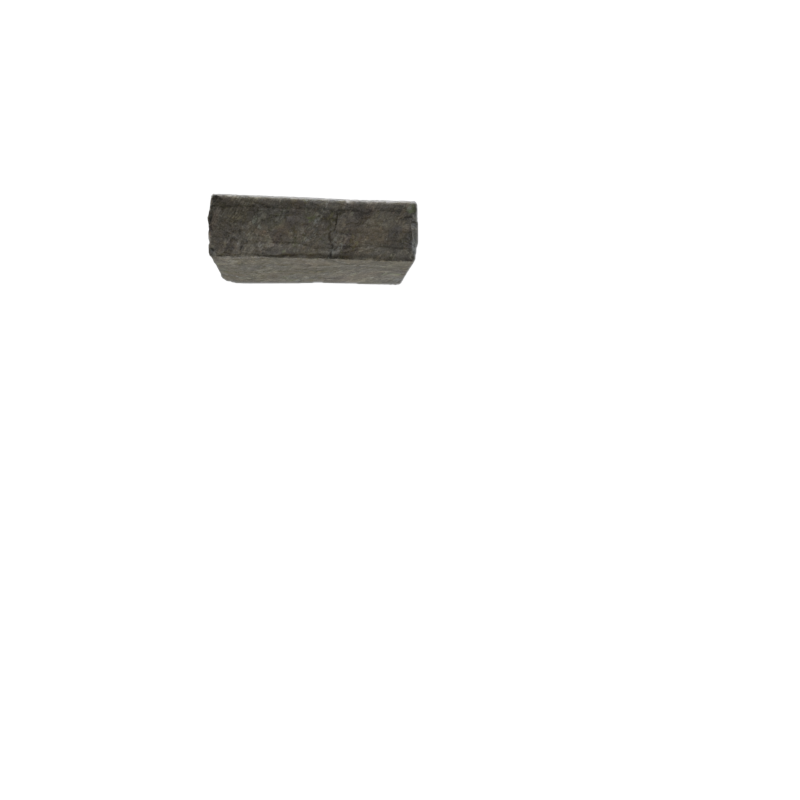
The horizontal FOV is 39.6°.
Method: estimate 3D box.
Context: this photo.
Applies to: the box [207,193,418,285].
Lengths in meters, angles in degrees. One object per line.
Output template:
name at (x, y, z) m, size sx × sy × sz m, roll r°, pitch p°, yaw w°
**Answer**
box at (-0.049, -0.090, 0.629) m, size 0.113 × 0.040 × 0.088 m, roll 0°, pitch -4°, yaw -2°
